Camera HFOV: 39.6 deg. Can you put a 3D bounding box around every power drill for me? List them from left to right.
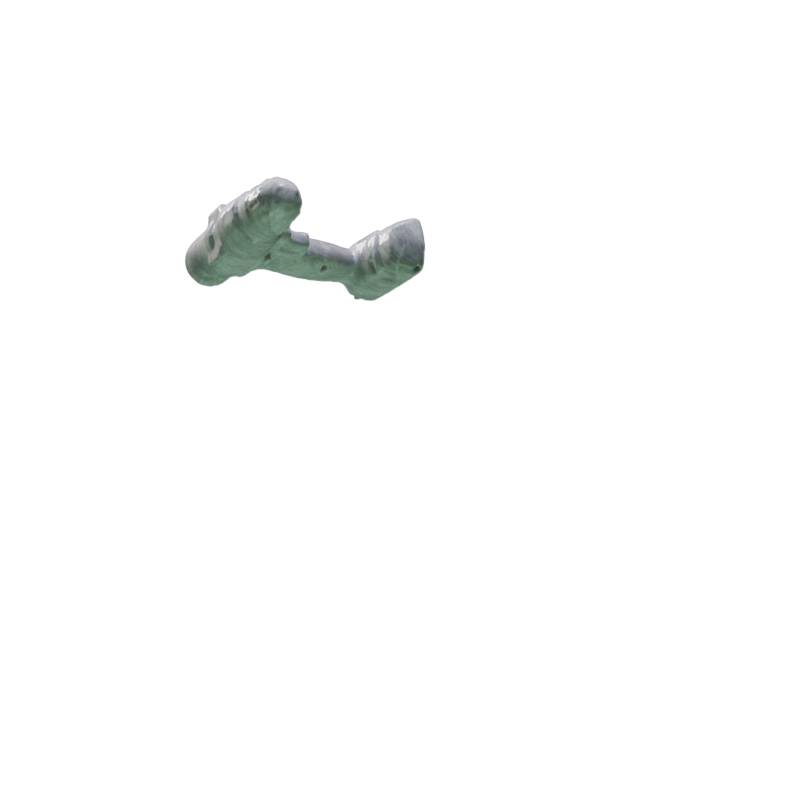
[{"bbox_3d":[-0.076,-0.138,0.969,0.180,0.060,0.185,7,-15,-28],"label":"power drill"}]
